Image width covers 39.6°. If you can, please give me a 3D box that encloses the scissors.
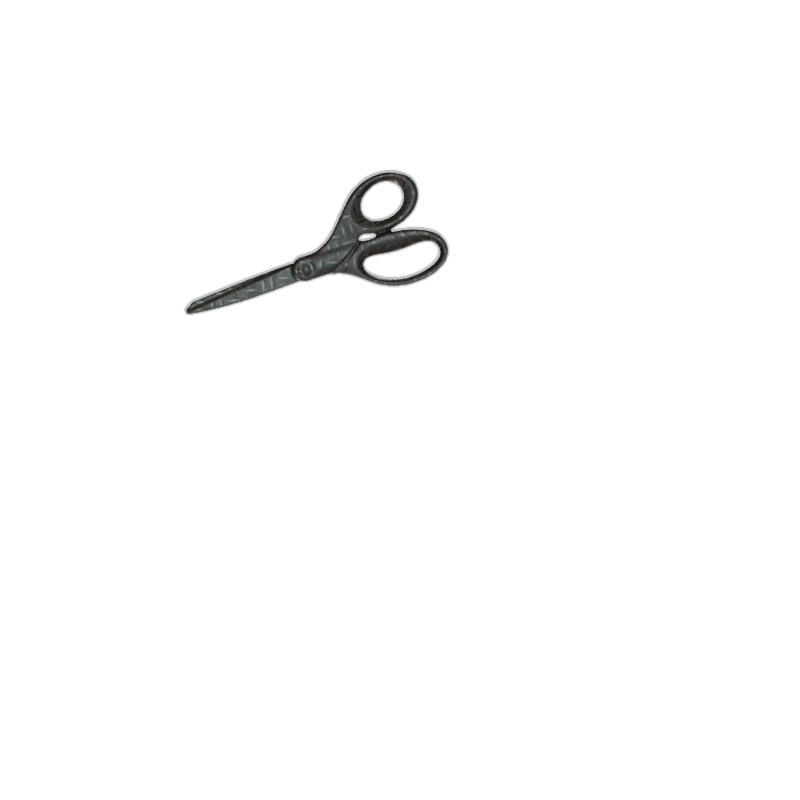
[{"bbox_3d":[-0.065,-0.119,0.835,0.202,0.094,0.016,-4,7,1],"label":"scissors"}]
